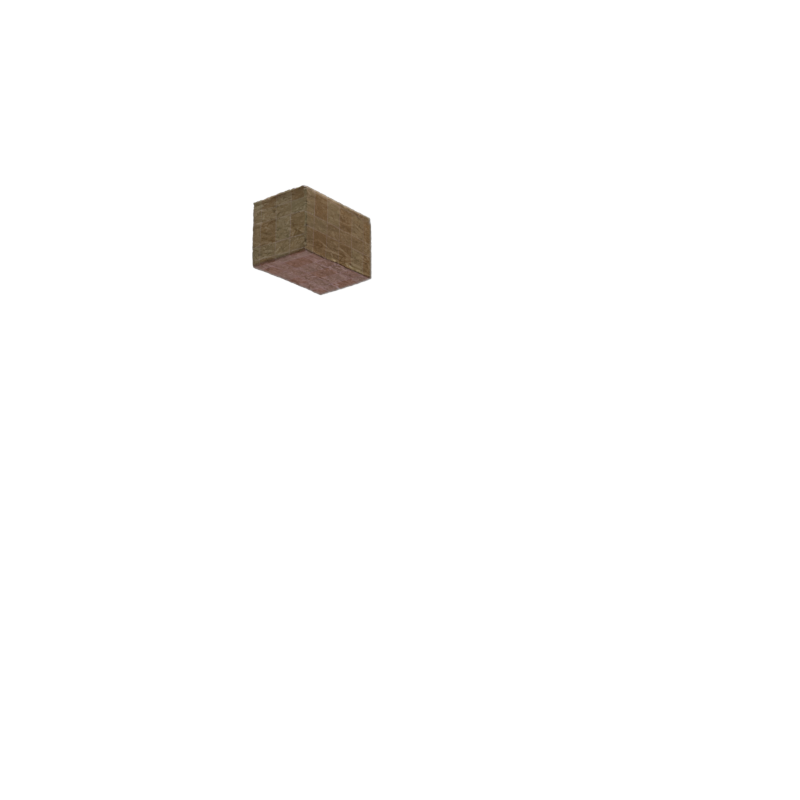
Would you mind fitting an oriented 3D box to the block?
[{"bbox_3d":[-0.064,-0.116,0.812,0.054,0.054,0.073,-15,-23,35],"label":"block"}]
